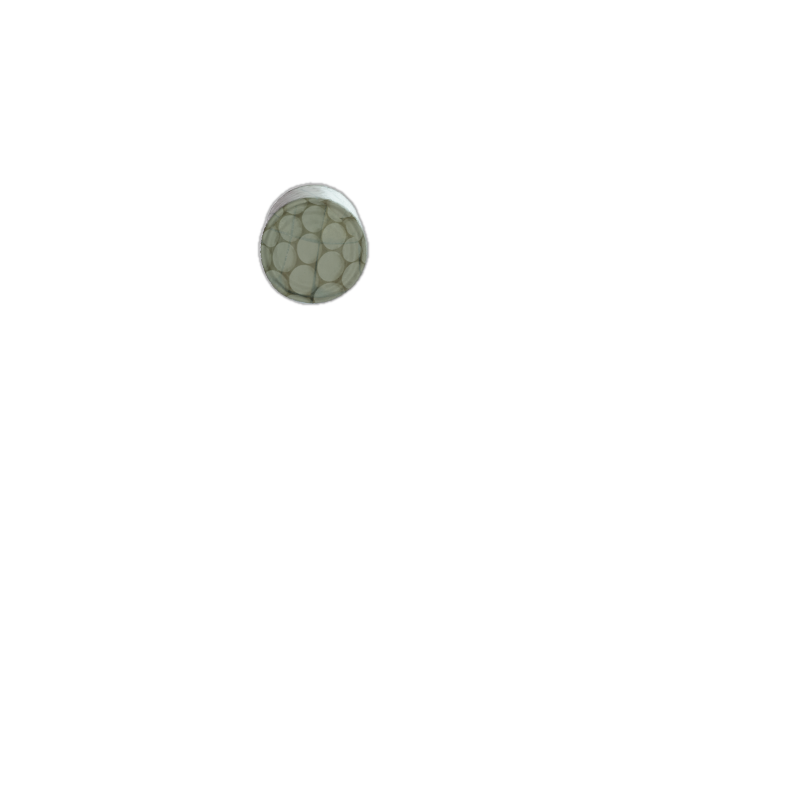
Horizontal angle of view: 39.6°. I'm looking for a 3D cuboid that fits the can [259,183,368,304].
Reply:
[{"bbox_3d":[-0.056,-0.102,0.718,0.068,0.067,0.105,0,13,-3],"label":"can"}]
